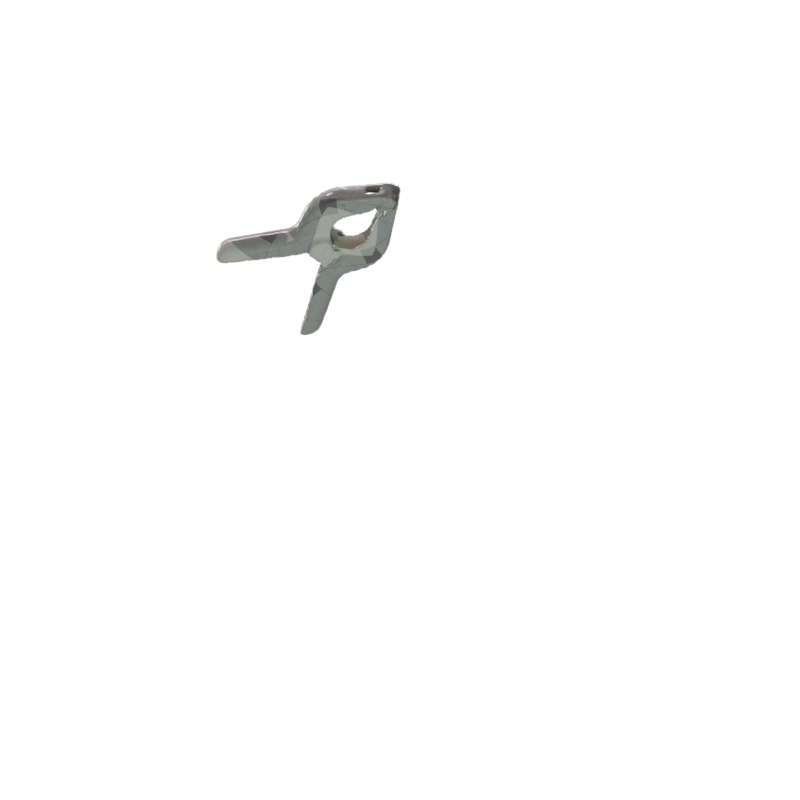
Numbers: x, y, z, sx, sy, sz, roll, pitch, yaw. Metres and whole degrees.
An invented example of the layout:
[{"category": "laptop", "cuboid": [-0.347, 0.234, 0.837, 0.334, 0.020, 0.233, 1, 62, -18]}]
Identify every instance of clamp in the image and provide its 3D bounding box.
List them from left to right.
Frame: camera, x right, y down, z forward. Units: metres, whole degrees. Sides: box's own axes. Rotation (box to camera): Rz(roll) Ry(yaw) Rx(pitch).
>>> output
[{"category": "clamp", "cuboid": [-0.075, -0.138, 0.964, 0.114, 0.168, 0.042, 33, 31, -23]}]
